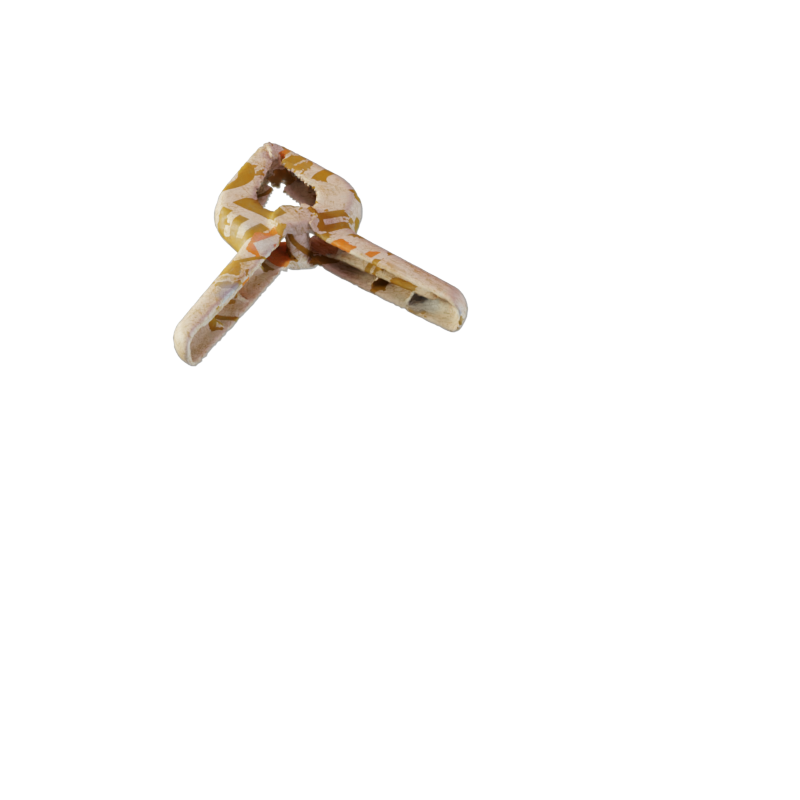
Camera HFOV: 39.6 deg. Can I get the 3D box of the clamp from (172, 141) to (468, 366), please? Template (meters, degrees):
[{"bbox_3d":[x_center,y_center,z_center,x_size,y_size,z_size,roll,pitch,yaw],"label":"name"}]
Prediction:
[{"bbox_3d":[-0.054,-0.098,0.684,0.164,0.034,0.226,-4,39,-5],"label":"clamp"}]
